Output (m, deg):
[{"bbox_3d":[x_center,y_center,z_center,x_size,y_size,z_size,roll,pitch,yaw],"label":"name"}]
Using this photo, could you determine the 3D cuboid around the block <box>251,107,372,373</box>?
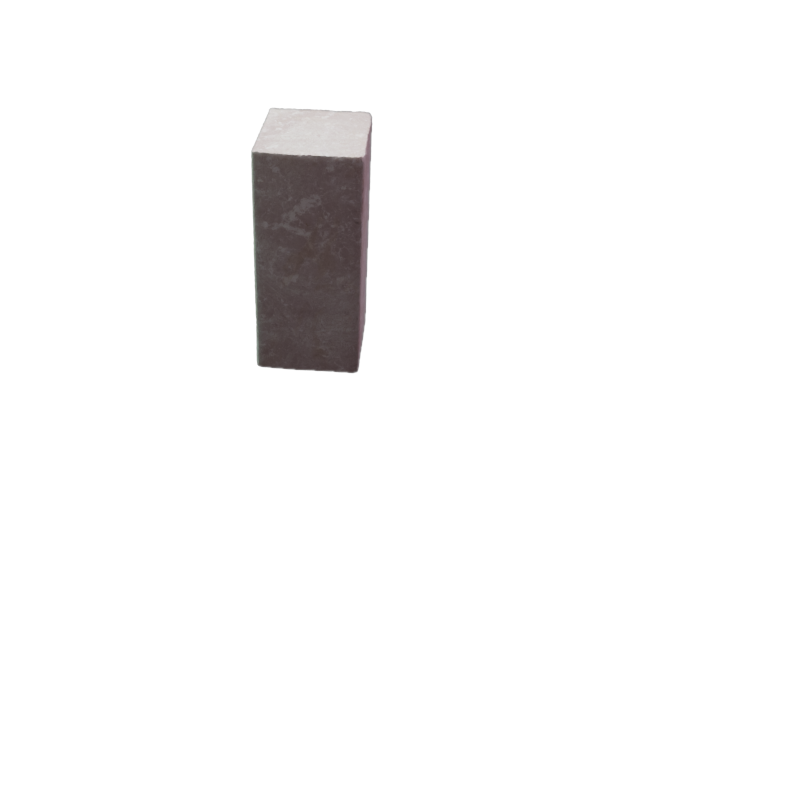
[{"bbox_3d":[-0.073,-0.134,0.942,0.091,0.194,0.096,4,32,3],"label":"block"}]
